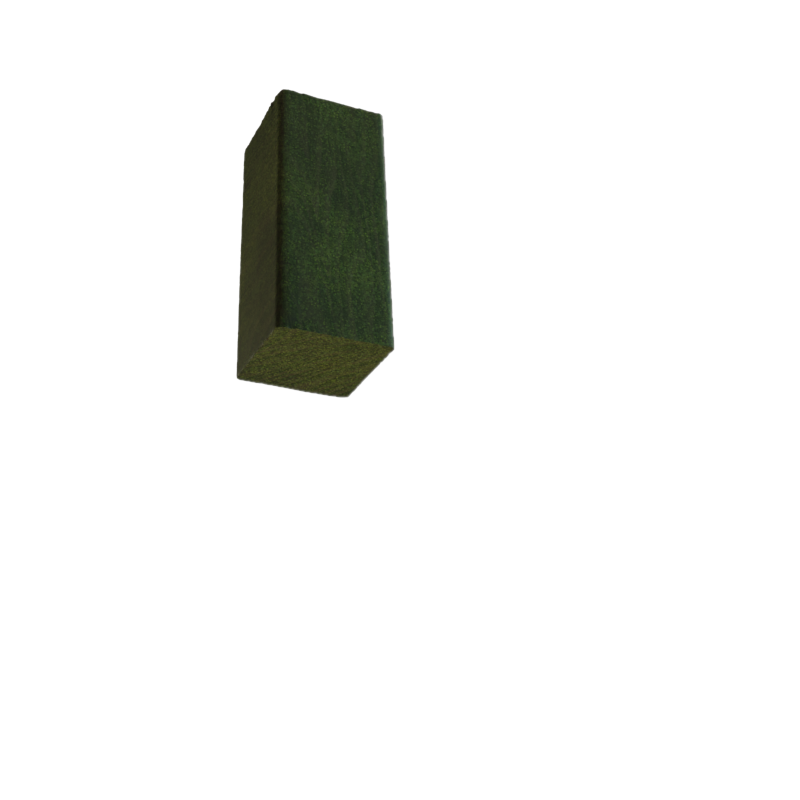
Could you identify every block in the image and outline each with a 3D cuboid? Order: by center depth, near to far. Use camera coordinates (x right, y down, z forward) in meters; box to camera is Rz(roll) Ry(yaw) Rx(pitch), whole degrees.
[{"bbox_3d":[-0.066,-0.119,0.836,0.087,0.220,0.088,11,-32,-21],"label":"block"}]
